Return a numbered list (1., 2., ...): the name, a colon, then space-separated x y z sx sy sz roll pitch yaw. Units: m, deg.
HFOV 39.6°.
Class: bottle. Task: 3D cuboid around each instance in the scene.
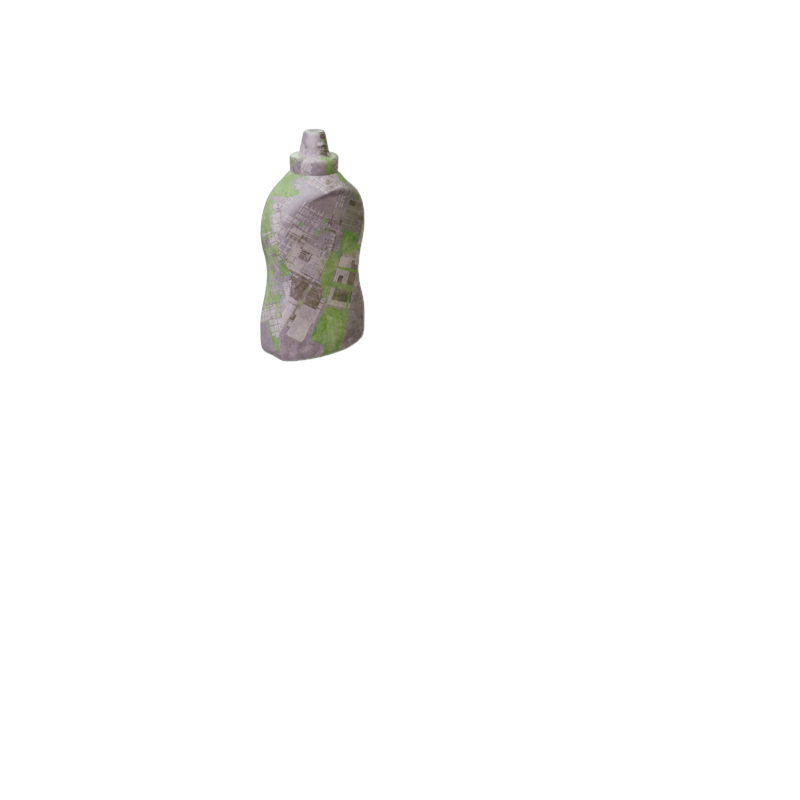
1. bottle: -0.073 -0.134 0.941 0.094 0.184 0.062 -13 23 -36
